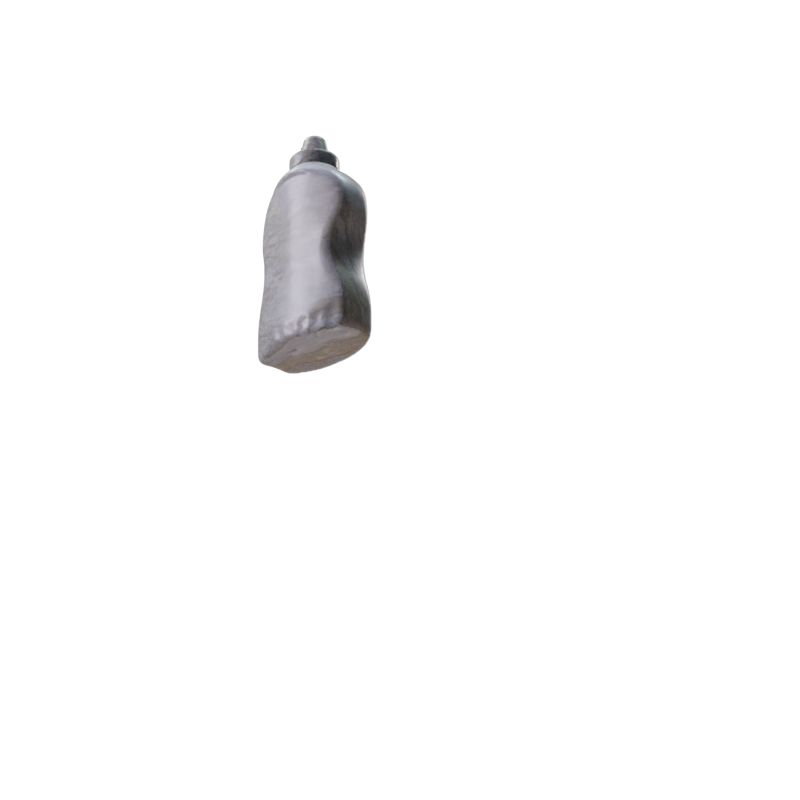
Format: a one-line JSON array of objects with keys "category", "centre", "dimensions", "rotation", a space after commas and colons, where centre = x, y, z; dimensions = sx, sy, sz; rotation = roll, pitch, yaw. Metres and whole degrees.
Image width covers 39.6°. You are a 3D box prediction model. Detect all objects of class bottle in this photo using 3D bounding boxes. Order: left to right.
[{"category": "bottle", "centre": [-0.067, -0.123, 0.864], "dimensions": [0.055, 0.203, 0.096], "rotation": [22, -36, -38]}]
